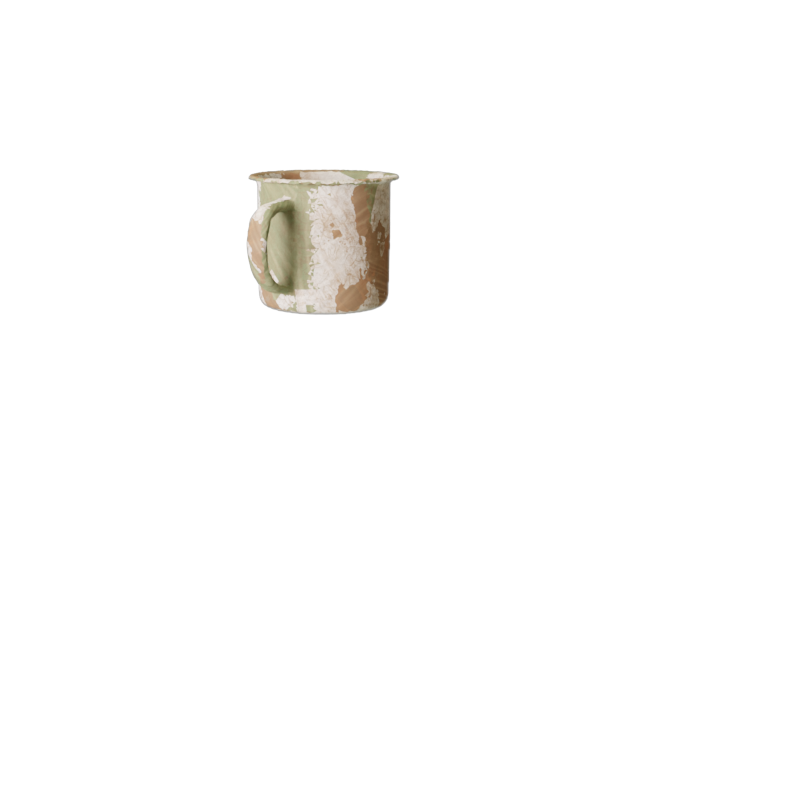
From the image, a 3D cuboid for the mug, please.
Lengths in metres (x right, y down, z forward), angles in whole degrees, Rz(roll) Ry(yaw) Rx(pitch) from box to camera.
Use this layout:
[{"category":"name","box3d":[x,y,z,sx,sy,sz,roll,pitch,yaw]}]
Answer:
[{"category":"mug","box3d":[-0.053,-0.097,0.679,0.097,0.080,0.115,7,15,29]}]
